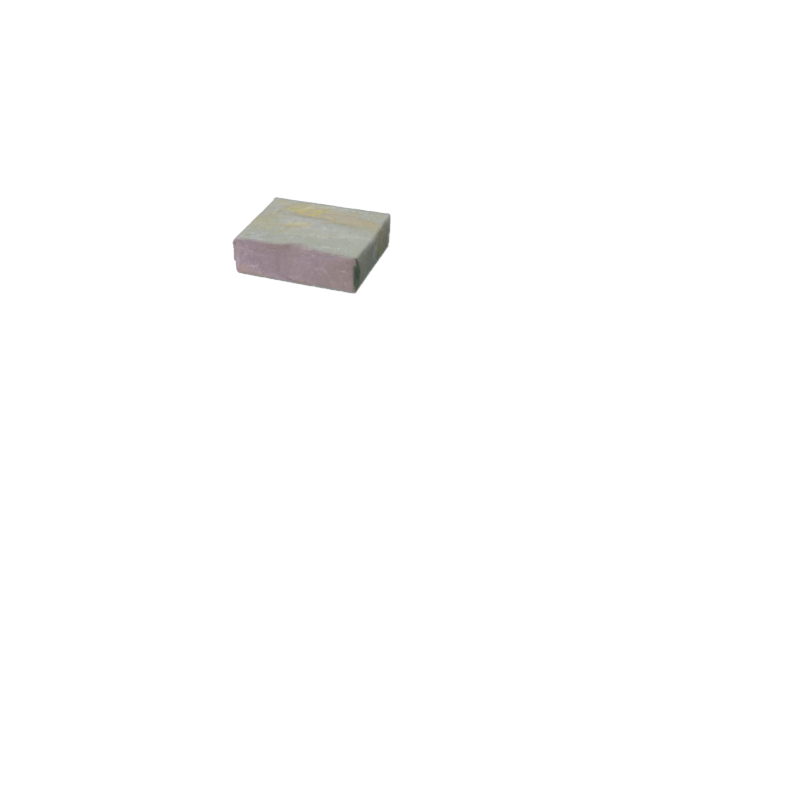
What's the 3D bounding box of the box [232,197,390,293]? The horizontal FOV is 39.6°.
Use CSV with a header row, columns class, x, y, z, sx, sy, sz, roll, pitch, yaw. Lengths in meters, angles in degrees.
class,x,y,z,sx,sy,sz,roll,pitch,yaw
box,-0.059,-0.108,0.758,0.092,0.028,0.075,11,33,16
